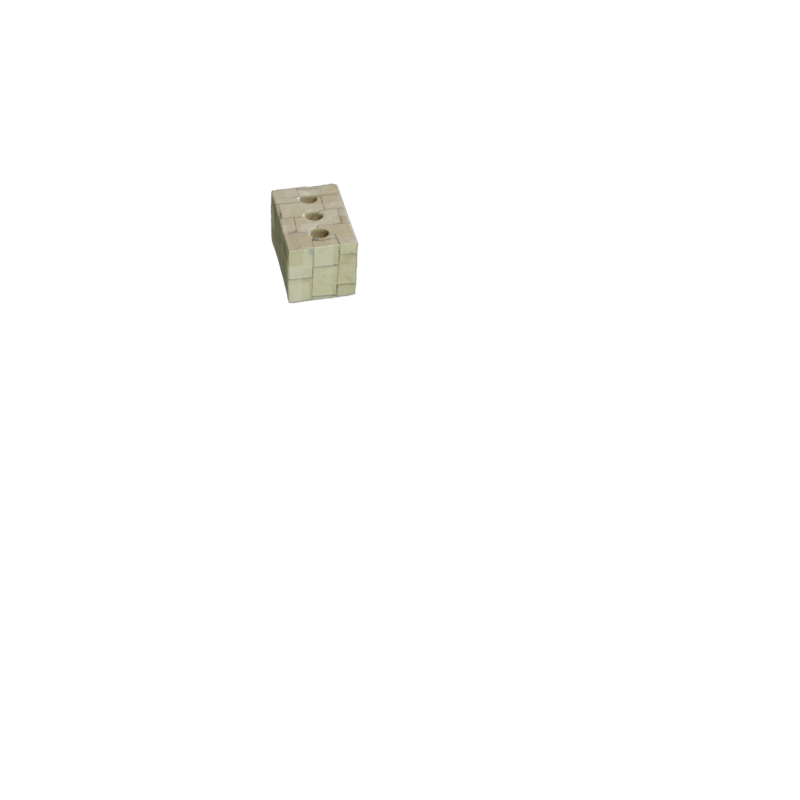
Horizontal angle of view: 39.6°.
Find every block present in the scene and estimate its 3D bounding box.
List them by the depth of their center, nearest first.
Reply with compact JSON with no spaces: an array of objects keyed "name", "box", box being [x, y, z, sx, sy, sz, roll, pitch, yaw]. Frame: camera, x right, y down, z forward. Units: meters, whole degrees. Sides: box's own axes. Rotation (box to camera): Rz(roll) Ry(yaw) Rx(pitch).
[{"name":"block","box":[-0.065,-0.118,0.826,0.052,0.048,0.084,-8,43,-11]}]
